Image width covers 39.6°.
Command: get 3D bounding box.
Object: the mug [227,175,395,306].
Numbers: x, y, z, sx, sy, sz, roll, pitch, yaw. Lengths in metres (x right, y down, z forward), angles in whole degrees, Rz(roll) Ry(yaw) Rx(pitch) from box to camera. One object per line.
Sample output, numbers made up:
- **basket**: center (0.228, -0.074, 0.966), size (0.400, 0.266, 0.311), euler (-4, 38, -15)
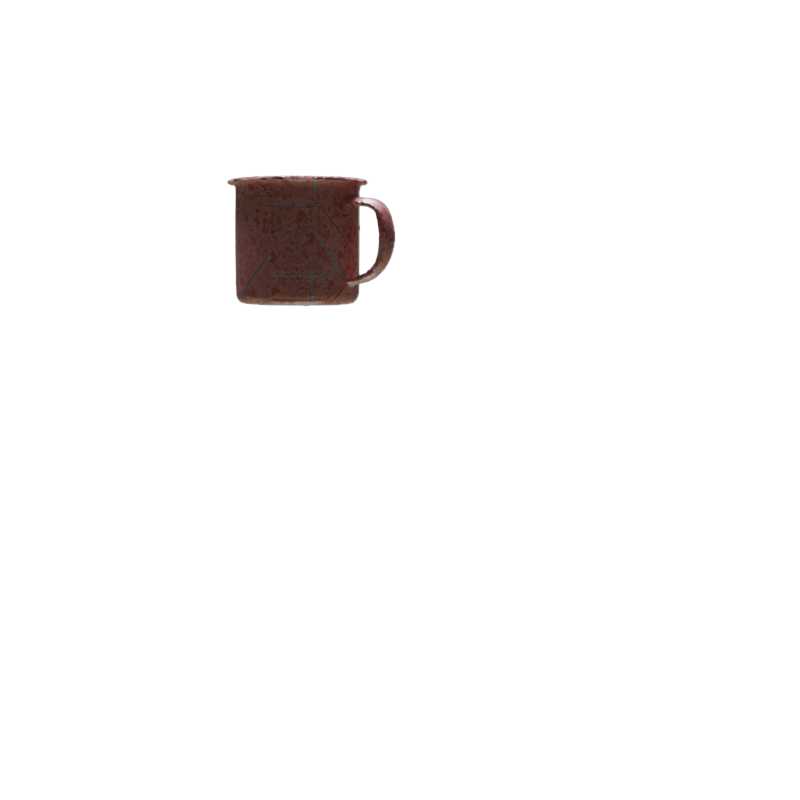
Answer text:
- **mug**: center (-0.057, -0.104, 0.725), size (0.121, 0.081, 0.091), euler (2, 4, 27)
